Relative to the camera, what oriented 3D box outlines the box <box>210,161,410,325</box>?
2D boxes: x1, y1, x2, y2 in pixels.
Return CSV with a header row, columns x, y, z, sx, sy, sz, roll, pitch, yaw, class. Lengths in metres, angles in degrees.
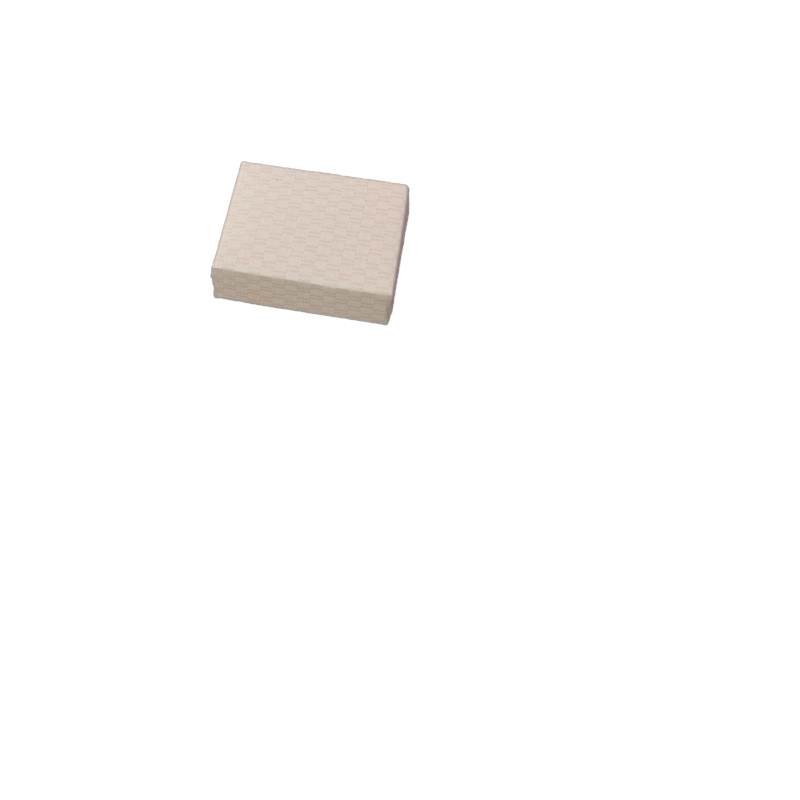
x,y,z,sx,sy,sz,roll,pitch,yaw,class
-0.055,-0.100,0.696,0.114,0.095,0.036,7,-37,5,box
